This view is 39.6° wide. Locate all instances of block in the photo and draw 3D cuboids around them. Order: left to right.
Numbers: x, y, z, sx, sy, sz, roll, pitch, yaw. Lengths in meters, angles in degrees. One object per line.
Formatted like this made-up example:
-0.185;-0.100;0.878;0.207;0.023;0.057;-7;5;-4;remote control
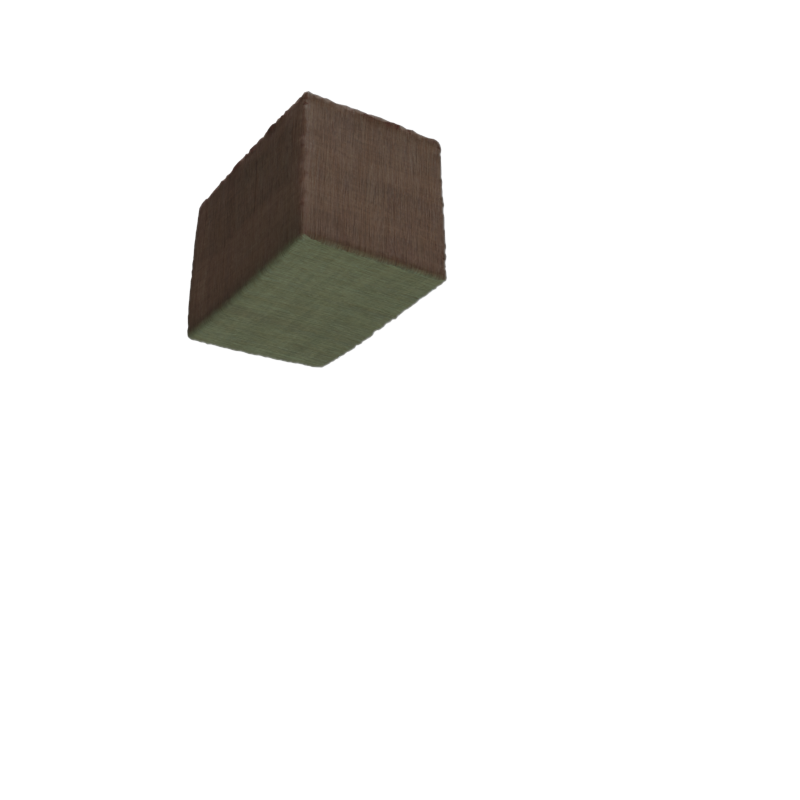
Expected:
-0.028;-0.051;0.358;0.050;0.054;0.077;16;-31;-30;block
